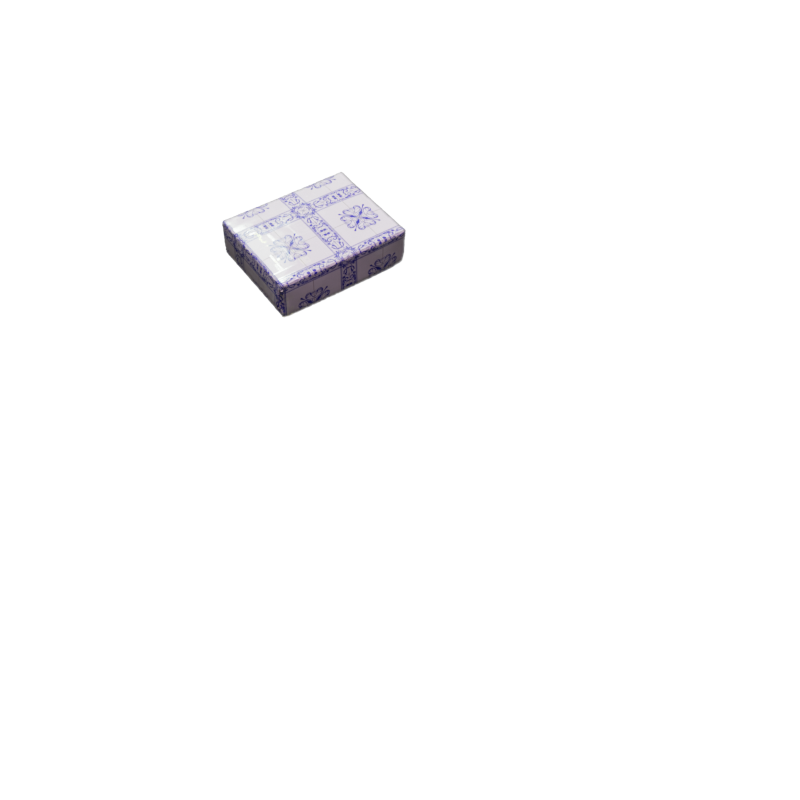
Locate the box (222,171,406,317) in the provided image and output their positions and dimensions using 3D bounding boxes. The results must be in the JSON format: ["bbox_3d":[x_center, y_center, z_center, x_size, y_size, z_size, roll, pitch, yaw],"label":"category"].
[{"bbox_3d":[-0.066,-0.121,0.849,0.113,0.036,0.097,-25,50,-24],"label":"box"}]
